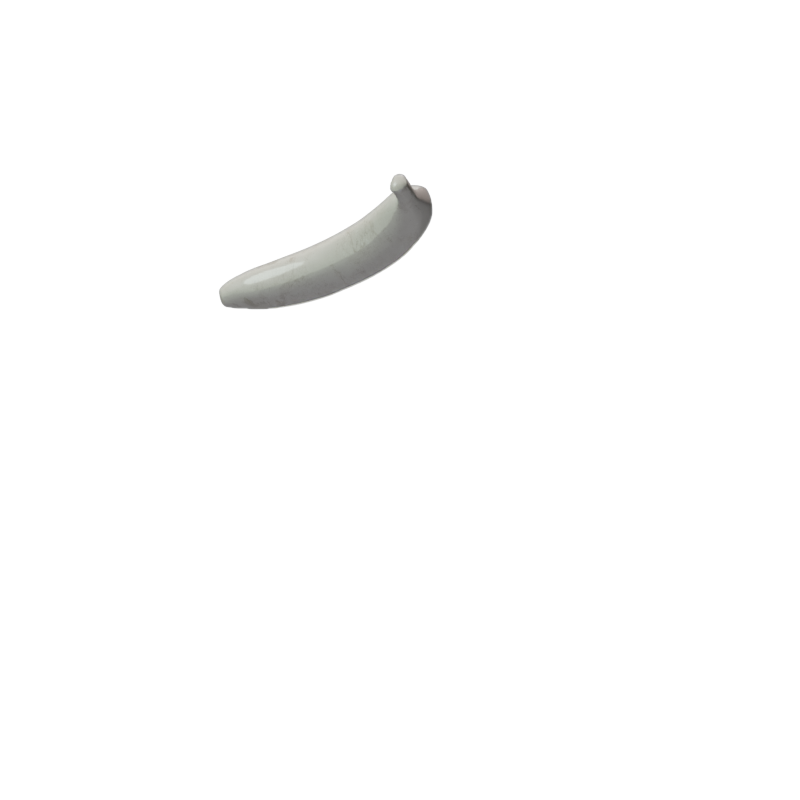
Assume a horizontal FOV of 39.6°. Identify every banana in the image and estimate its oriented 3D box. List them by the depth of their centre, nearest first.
[{"bbox_3d":[-0.042,-0.103,0.750,0.065,0.039,0.197,22,-34,-37],"label":"banana"}]
